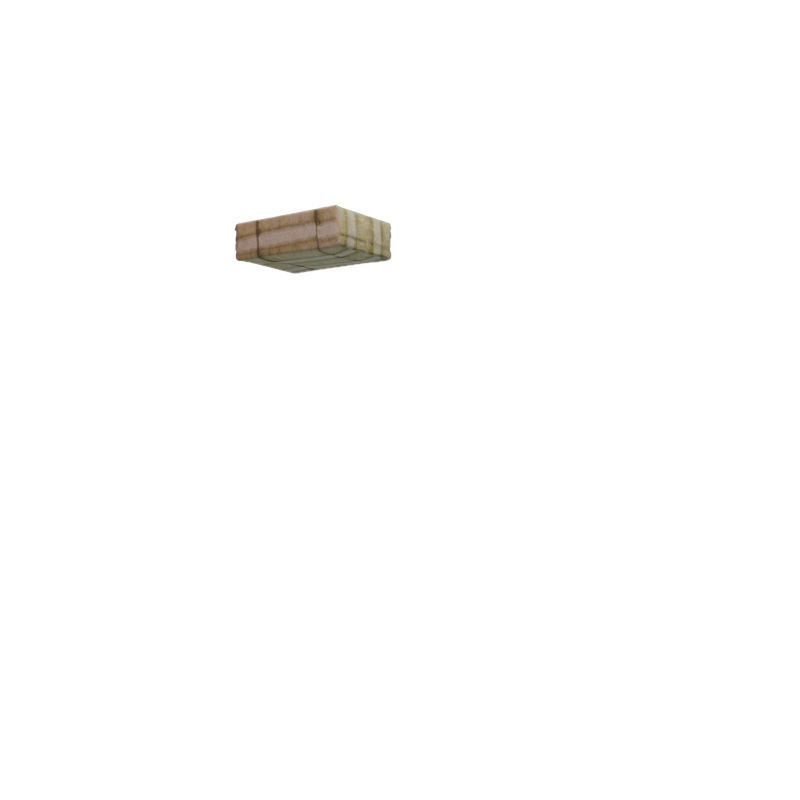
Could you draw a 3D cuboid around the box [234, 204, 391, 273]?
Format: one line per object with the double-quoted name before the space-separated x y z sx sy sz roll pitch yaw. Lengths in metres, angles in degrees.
"box" -0.078 -0.142 0.993 0.117 0.040 0.086 -2 -4 33
